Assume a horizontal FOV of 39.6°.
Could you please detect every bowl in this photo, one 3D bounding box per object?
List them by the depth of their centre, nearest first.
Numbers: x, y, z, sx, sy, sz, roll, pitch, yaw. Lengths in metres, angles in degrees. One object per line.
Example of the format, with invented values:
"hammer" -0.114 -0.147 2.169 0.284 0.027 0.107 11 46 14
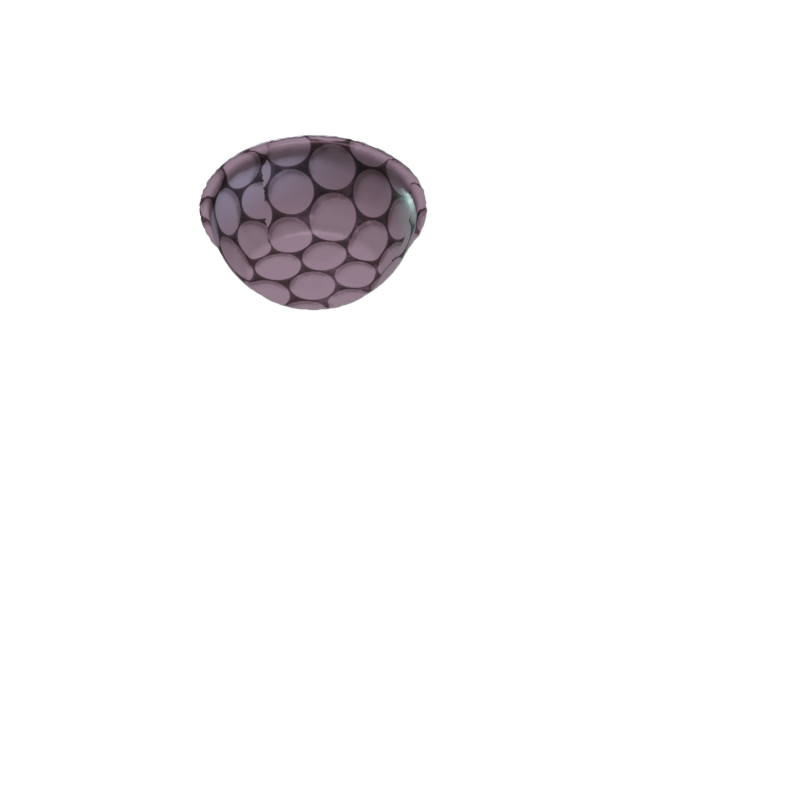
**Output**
"bowl" -0.060 -0.110 0.772 0.162 0.059 0.152 1 -32 -2
